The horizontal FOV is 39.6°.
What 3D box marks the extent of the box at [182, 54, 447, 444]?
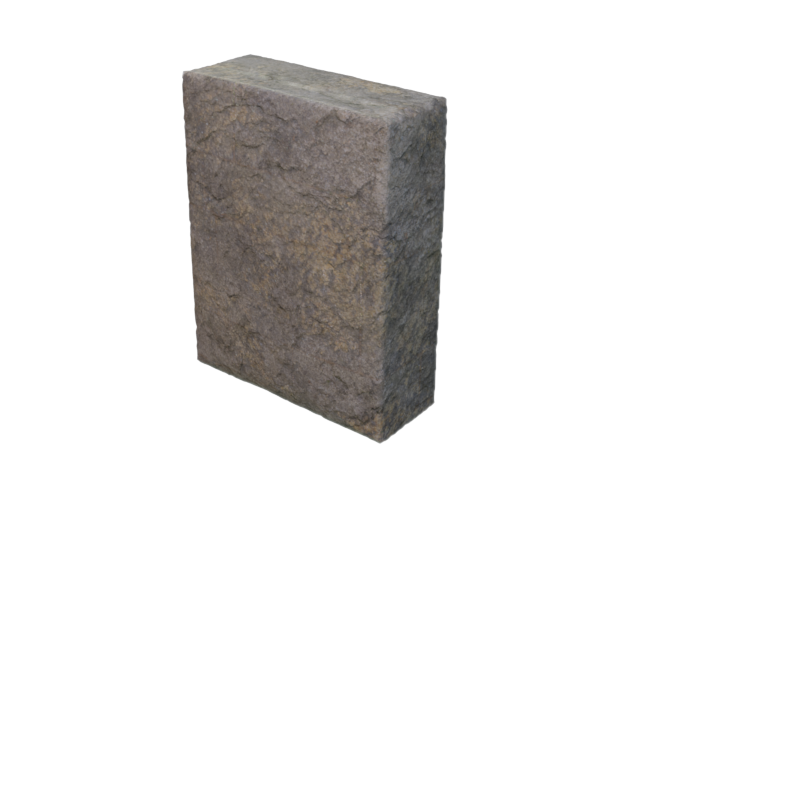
[{"bbox_3d":[-0.056,-0.102,0.715,0.174,0.202,0.072,22,32,33],"label":"box"}]
